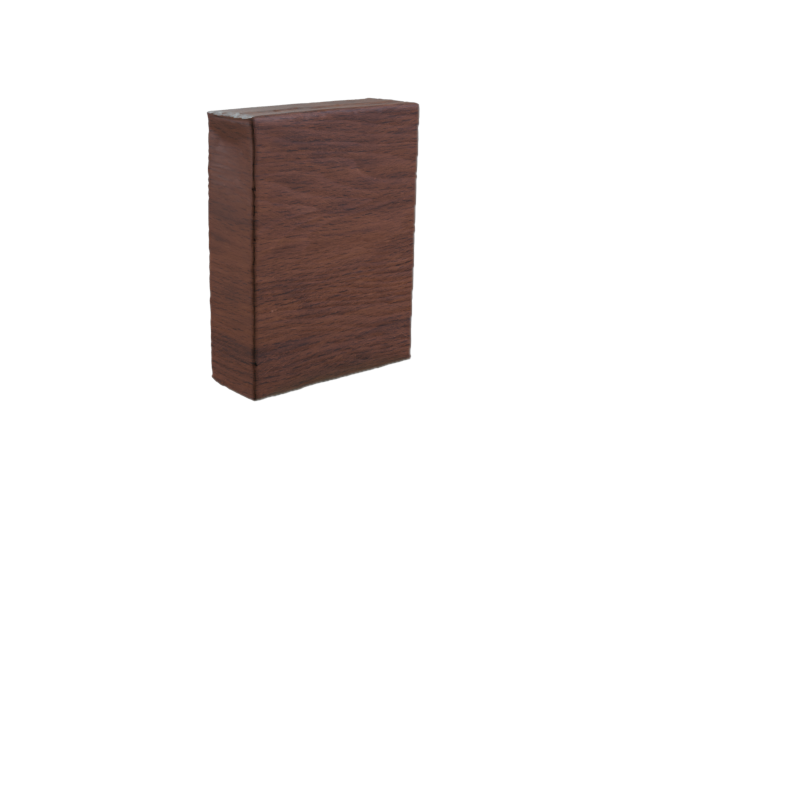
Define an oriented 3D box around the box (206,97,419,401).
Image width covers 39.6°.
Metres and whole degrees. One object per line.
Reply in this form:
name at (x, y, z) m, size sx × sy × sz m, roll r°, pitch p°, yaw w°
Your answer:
box at (-0.068, -0.124, 0.868) m, size 0.160 × 0.207 × 0.076 m, roll -13°, pitch 19°, yaw -40°
